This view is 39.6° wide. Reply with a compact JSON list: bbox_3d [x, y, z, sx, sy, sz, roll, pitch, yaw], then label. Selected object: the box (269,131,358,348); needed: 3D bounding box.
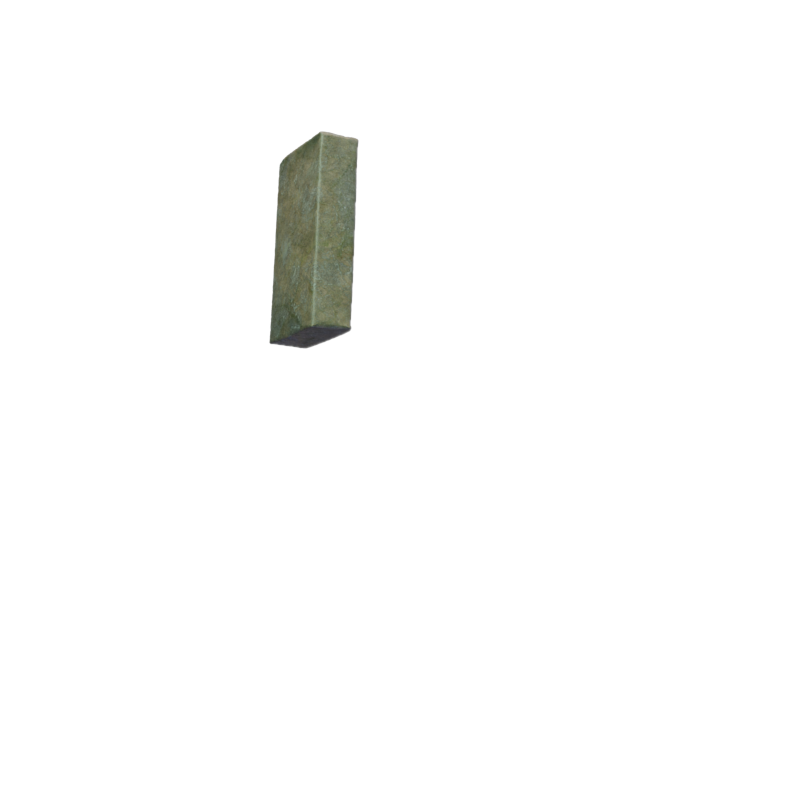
[{"bbox_3d":[-0.078,-0.141,0.988,0.046,0.183,0.094,7,-16,-28],"label":"box"}]
